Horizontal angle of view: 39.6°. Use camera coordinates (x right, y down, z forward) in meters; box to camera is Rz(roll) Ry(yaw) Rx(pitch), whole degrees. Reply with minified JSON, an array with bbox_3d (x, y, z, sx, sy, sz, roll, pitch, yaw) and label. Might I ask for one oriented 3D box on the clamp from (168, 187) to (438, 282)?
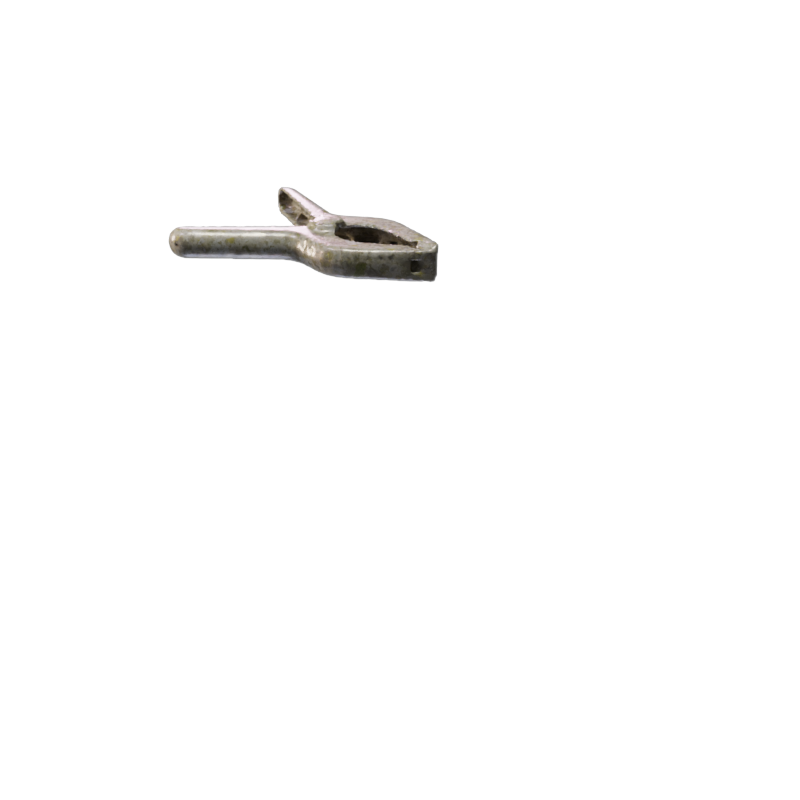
[{"bbox_3d":[-0.070,-0.128,0.896,0.222,0.035,0.164,20,32,34],"label":"clamp"}]
